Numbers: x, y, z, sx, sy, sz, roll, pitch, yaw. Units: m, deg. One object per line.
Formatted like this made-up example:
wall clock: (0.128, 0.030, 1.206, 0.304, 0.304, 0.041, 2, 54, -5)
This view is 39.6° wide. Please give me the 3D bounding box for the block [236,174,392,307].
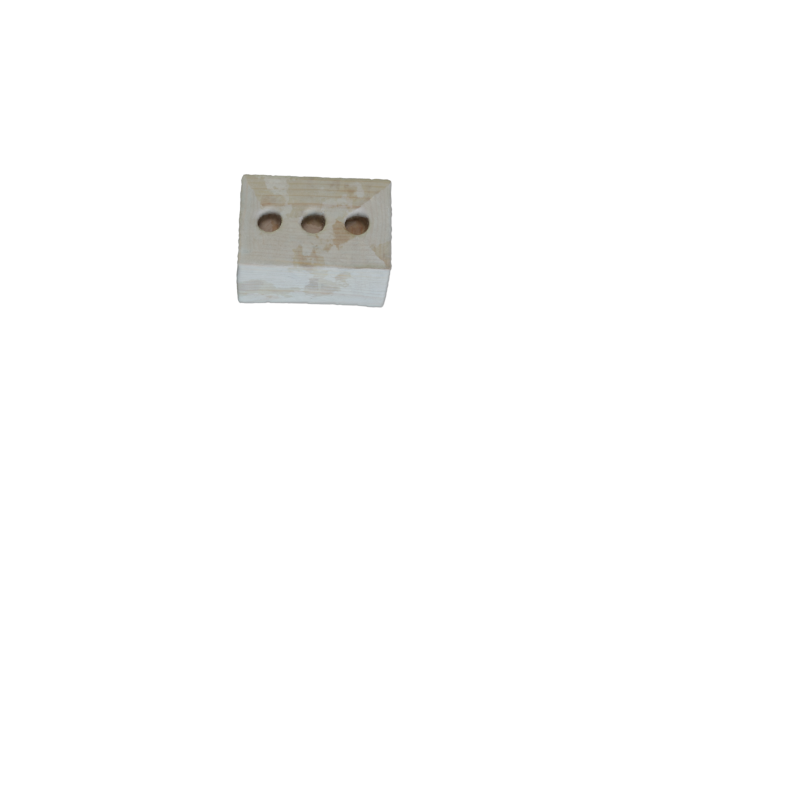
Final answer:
block: (-0.045, -0.082, 0.571, 0.078, 0.055, 0.049, 1, -21, -1)
